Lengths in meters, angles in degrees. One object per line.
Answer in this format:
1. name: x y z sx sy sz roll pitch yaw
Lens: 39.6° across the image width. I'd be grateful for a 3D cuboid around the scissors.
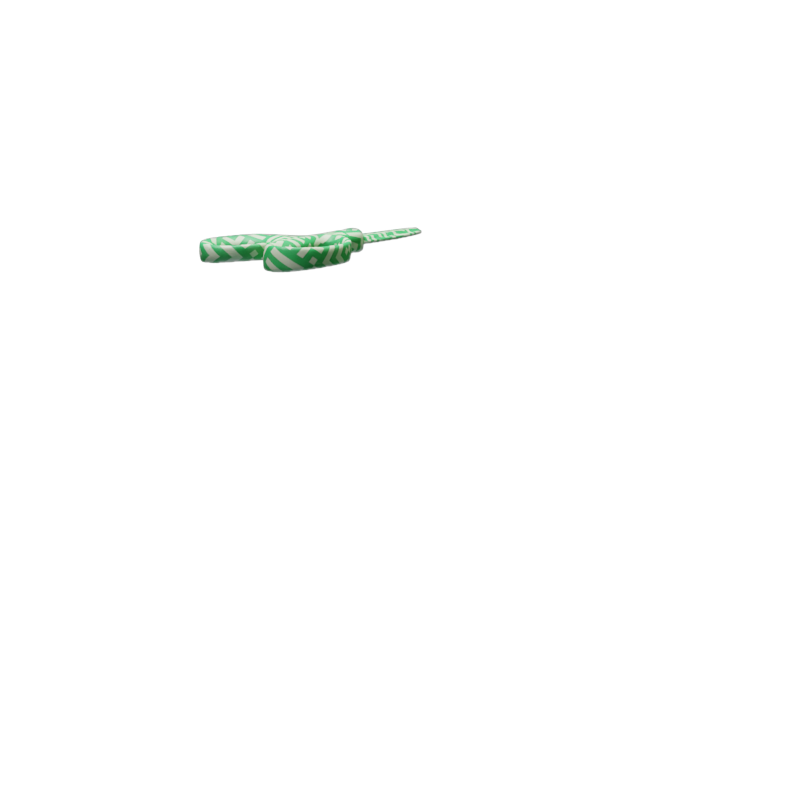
1. scissors: -0.053 -0.097 0.680 0.098 0.015 0.202 3 13 13
